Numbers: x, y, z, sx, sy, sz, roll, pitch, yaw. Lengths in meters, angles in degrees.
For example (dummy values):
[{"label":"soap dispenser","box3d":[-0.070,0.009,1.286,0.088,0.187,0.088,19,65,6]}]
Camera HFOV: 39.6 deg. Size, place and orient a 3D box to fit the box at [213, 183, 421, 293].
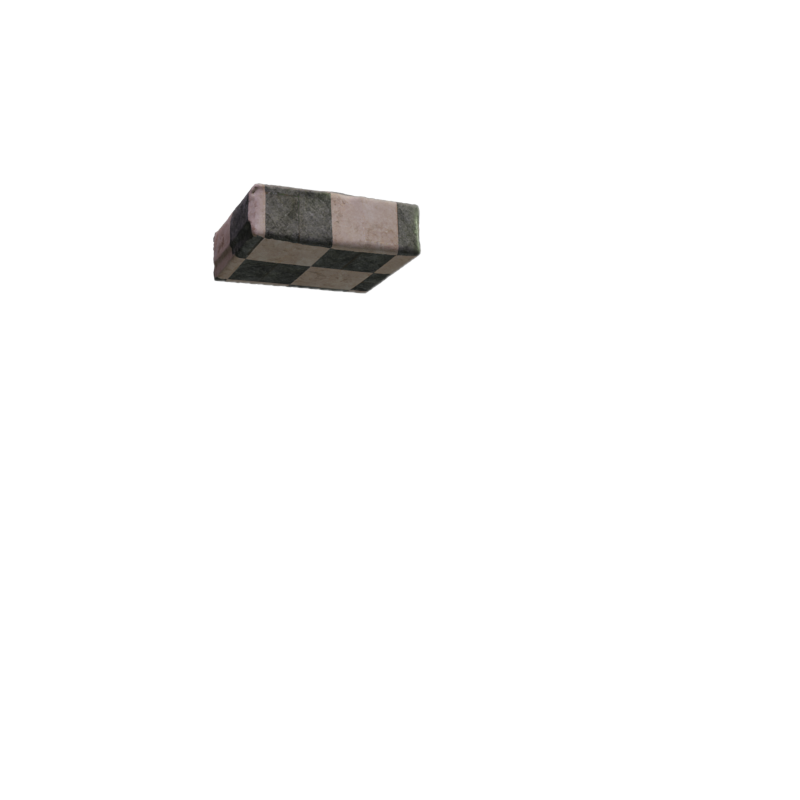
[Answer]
[{"label":"box","box3d":[-0.044,-0.081,0.565,0.087,0.031,0.072,5,-14,-20]}]
